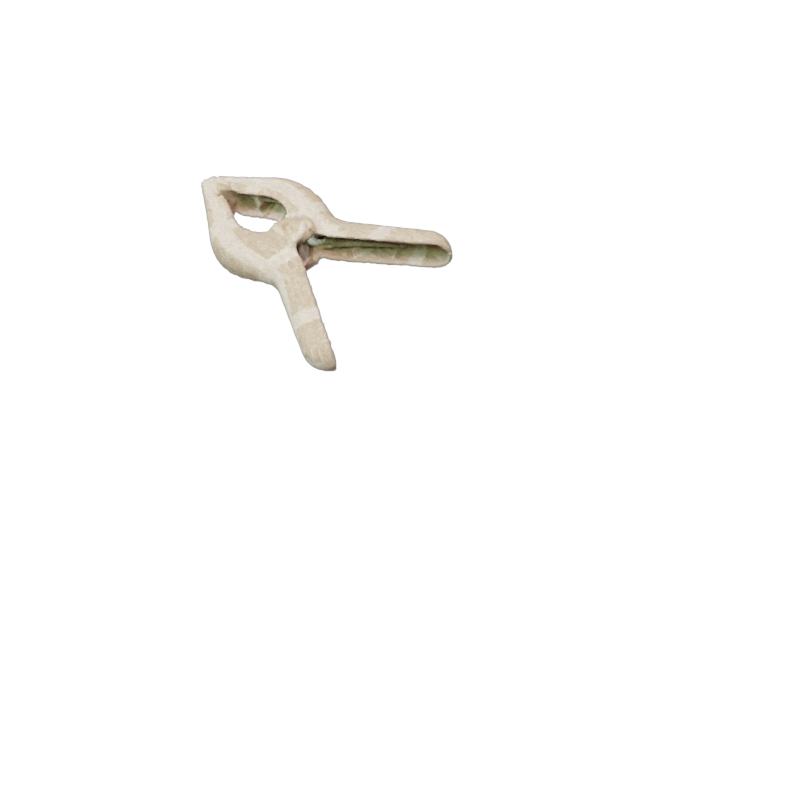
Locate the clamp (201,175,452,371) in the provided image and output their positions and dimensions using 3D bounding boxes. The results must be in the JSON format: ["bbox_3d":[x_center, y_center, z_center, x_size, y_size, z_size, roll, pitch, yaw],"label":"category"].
[{"bbox_3d":[-0.055,-0.101,0.706,0.120,0.036,0.184,-31,56,-24],"label":"clamp"}]
